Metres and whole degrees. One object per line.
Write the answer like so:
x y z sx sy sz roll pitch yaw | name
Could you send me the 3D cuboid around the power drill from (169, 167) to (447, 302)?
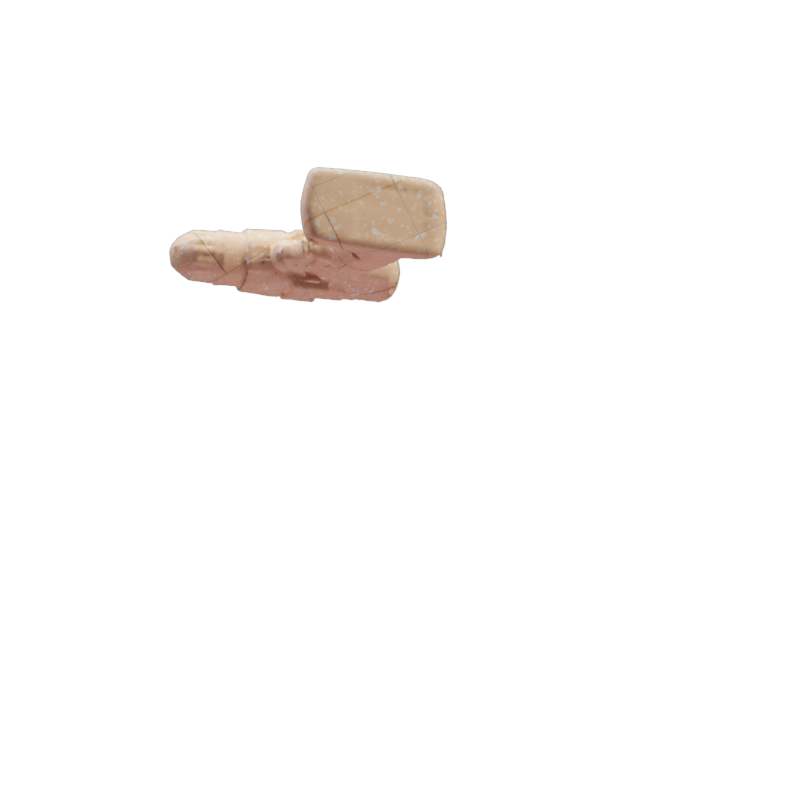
-0.063 -0.116 0.810 0.179 0.059 0.188 2 -7 -20 | power drill
